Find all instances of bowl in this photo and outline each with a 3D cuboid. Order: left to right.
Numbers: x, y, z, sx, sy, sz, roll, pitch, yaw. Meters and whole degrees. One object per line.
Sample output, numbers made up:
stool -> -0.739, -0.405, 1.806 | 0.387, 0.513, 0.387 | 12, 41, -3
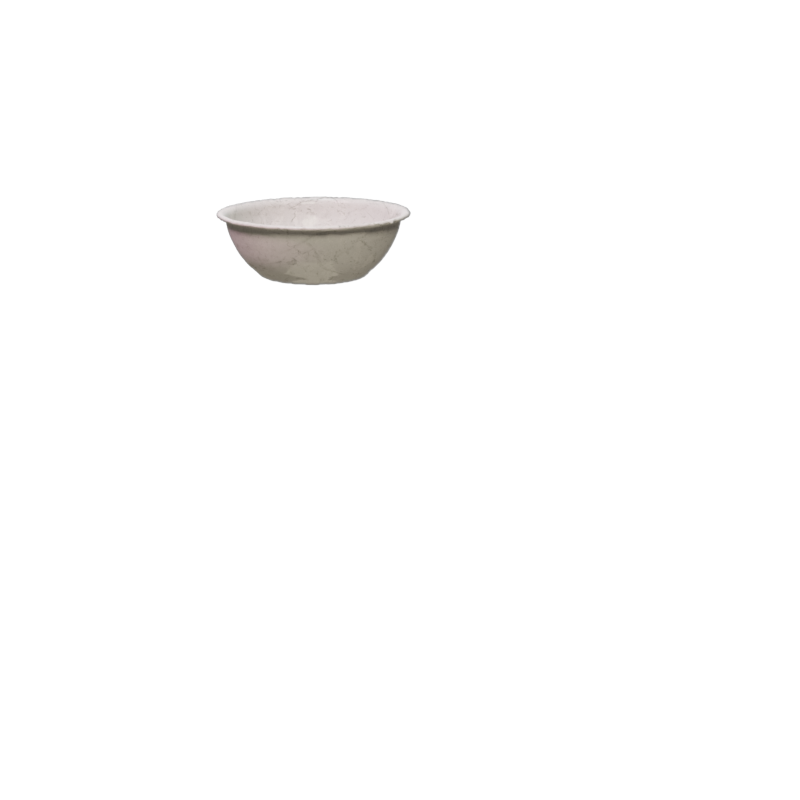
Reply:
bowl -> -0.073, -0.133, 0.929 | 0.162, 0.053, 0.168 | -1, 18, -2
